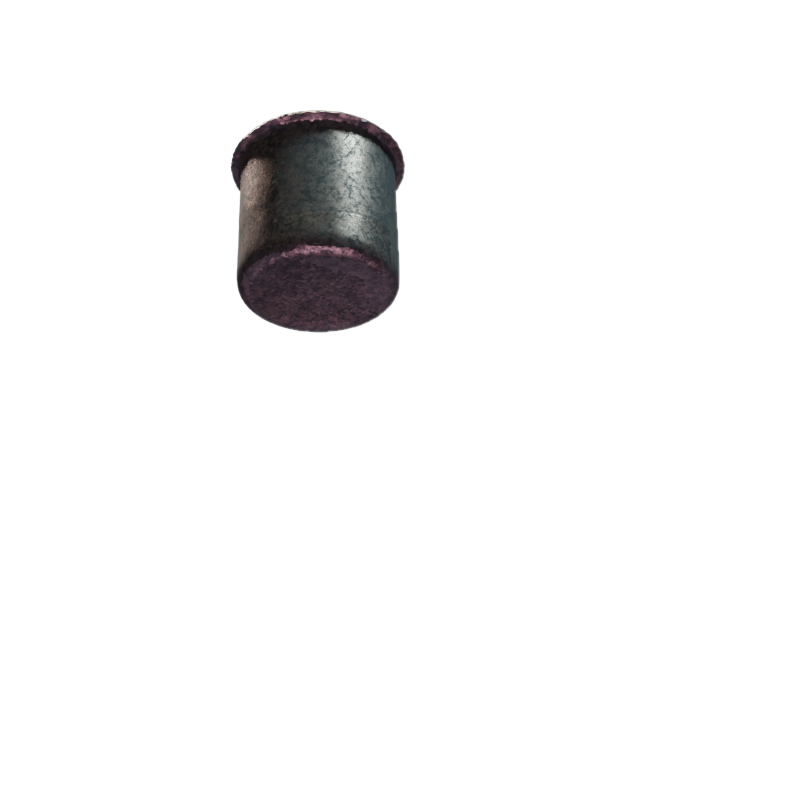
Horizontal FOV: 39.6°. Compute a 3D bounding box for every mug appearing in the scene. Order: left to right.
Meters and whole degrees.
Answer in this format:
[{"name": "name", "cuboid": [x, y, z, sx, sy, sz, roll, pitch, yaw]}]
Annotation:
[{"name": "mug", "cuboid": [-0.045, -0.083, 0.581, 0.091, 0.087, 0.112, 7, -32, -13]}]
